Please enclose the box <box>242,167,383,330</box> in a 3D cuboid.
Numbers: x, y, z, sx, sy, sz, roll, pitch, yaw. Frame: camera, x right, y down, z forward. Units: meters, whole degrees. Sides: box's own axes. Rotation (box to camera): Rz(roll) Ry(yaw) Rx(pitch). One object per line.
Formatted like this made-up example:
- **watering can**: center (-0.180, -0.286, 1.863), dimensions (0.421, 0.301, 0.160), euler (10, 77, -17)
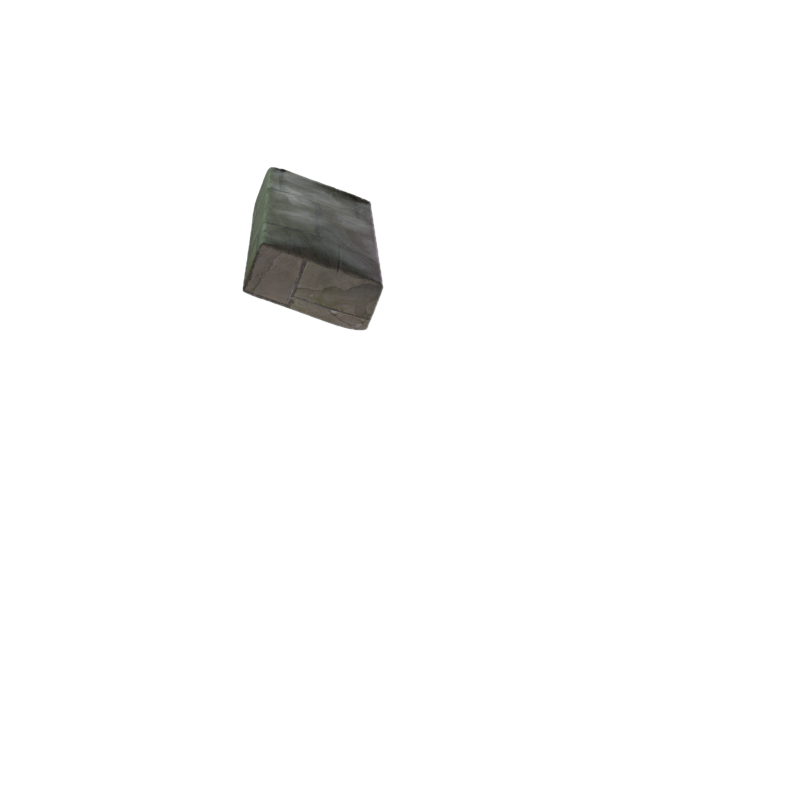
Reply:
- **box**: center (-0.066, -0.120, 0.840), dimensions (0.091, 0.046, 0.187), euler (17, 27, -13)
